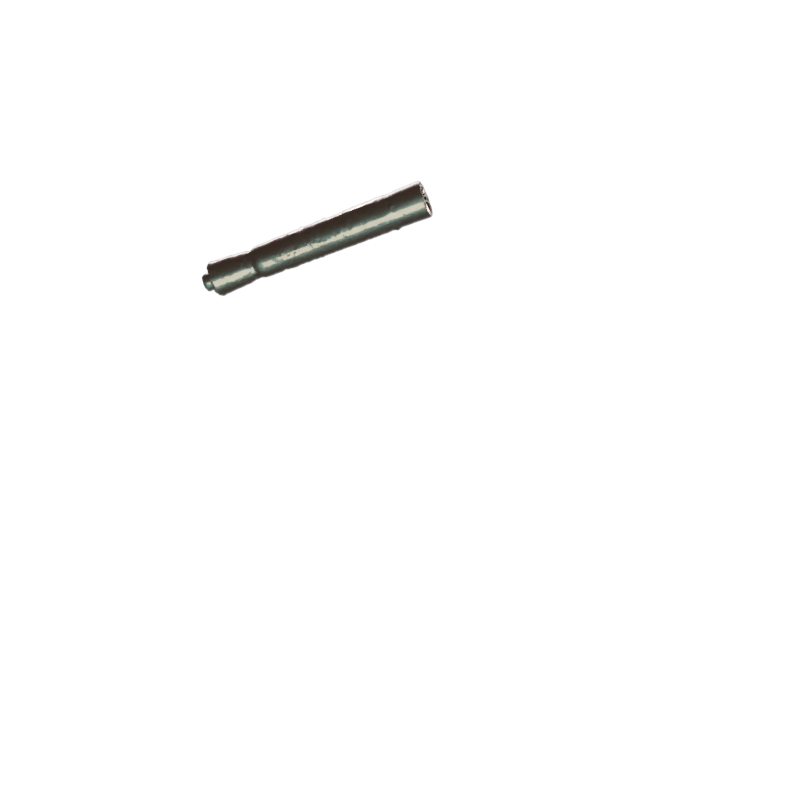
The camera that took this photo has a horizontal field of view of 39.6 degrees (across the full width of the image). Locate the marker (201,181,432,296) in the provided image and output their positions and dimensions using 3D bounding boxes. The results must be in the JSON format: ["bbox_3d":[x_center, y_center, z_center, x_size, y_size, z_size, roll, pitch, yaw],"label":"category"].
[{"bbox_3d":[-0.043,-0.079,0.553,0.121,0.020,0.020,-19,0,13],"label":"marker"}]
